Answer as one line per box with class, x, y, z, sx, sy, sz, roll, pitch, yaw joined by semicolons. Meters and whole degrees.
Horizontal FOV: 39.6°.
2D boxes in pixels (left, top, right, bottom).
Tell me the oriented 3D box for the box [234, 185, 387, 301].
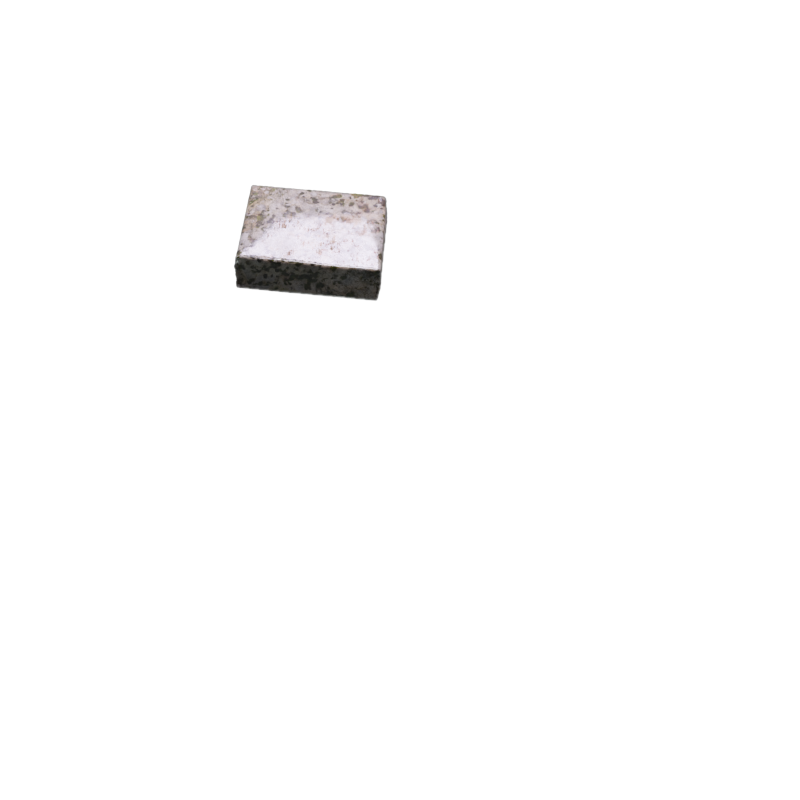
box;-0.068;-0.125;0.872;0.114;0.036;0.096;3;44;3
